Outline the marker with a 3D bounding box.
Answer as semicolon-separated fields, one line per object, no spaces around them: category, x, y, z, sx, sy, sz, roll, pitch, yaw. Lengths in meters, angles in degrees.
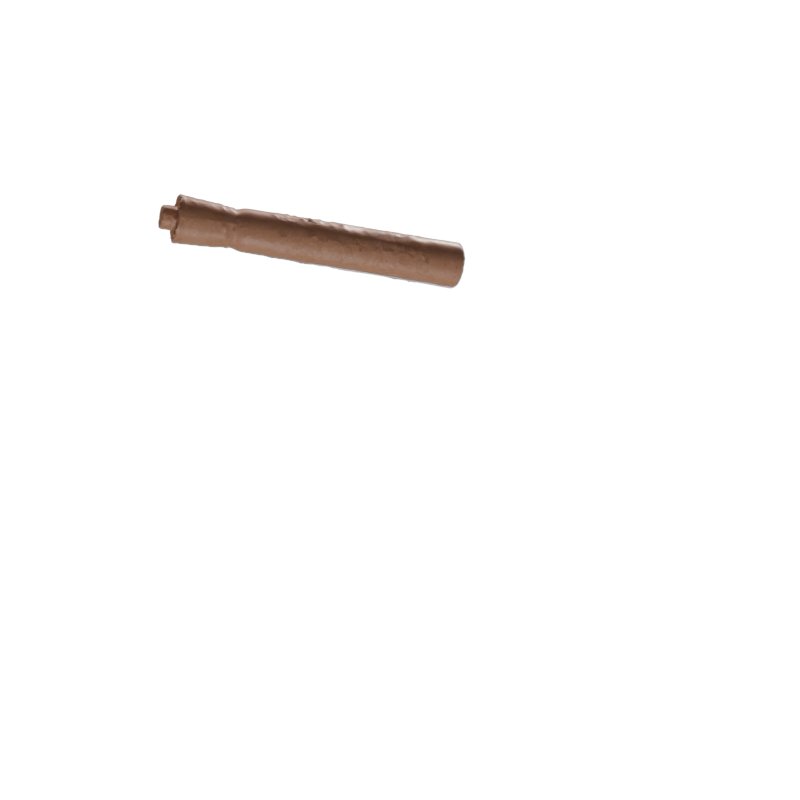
marker;-0.034;-0.062;0.433;0.118;0.020;0.020;8;2;-15
